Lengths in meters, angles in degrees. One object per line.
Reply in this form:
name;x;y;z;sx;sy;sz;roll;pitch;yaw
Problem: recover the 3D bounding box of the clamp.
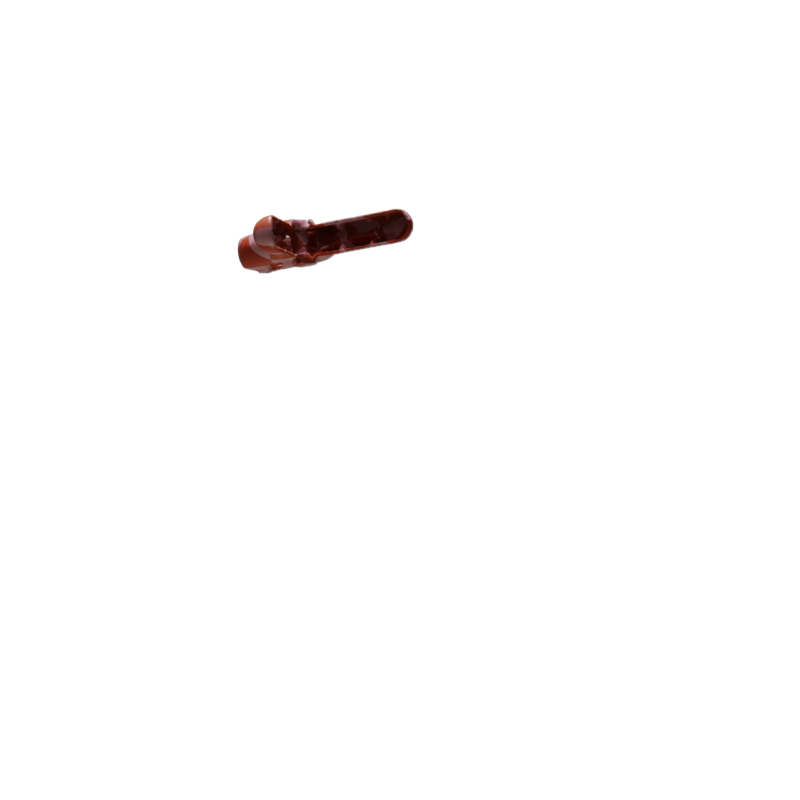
clamp;-0.066;-0.121;0.849;0.118;0.039;0.174;-1;2;-17
